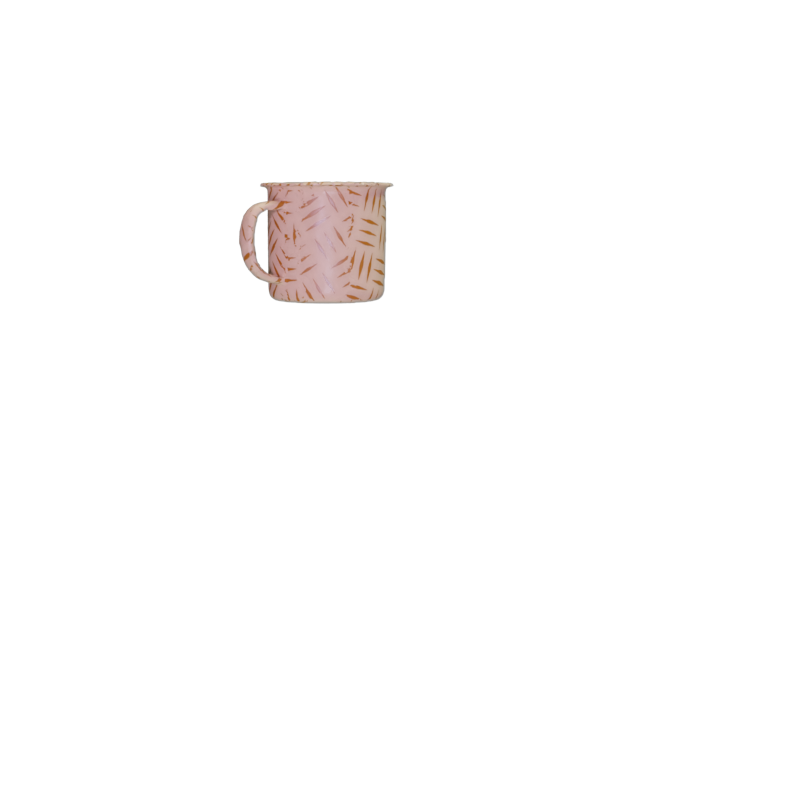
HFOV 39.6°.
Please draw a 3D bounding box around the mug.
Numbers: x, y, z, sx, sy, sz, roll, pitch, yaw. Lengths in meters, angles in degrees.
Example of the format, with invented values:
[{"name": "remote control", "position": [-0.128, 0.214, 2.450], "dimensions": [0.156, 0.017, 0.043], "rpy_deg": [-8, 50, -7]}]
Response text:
[{"name": "mug", "position": [-0.060, -0.109, 0.766], "dimensions": [0.113, 0.081, 0.097], "rpy_deg": [-6, 9, -42]}]
